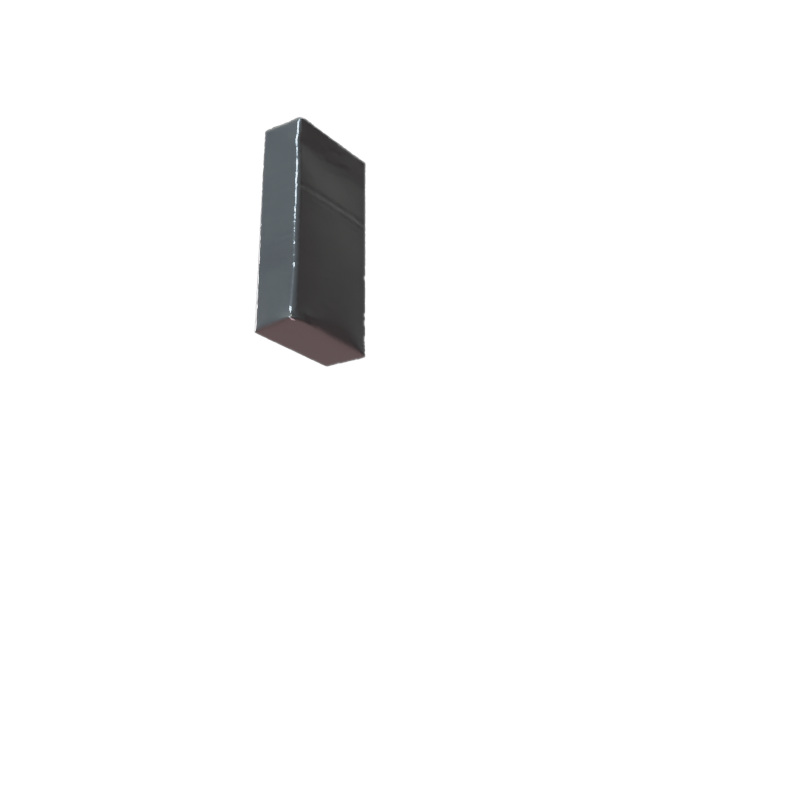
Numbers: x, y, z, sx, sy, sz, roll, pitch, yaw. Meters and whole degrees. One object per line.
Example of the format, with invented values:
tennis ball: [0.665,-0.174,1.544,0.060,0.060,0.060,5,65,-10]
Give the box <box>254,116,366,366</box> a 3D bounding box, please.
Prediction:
box: [-0.069,-0.125,0.878,0.049,0.187,0.087,-19,-31,31]
